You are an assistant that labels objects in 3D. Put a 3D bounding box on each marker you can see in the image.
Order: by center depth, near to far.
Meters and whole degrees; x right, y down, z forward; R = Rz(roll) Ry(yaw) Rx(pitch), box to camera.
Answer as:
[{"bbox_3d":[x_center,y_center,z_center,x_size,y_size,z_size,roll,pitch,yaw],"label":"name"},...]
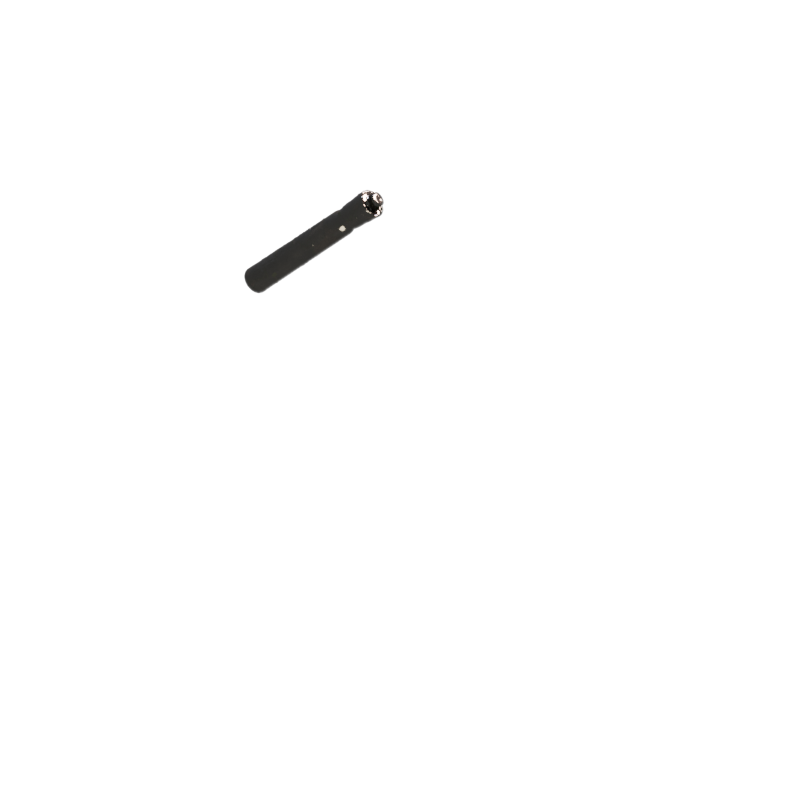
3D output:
[{"bbox_3d":[-0.056,-0.102,0.716,0.121,0.020,0.019,-27,-14,38],"label":"marker"}]
